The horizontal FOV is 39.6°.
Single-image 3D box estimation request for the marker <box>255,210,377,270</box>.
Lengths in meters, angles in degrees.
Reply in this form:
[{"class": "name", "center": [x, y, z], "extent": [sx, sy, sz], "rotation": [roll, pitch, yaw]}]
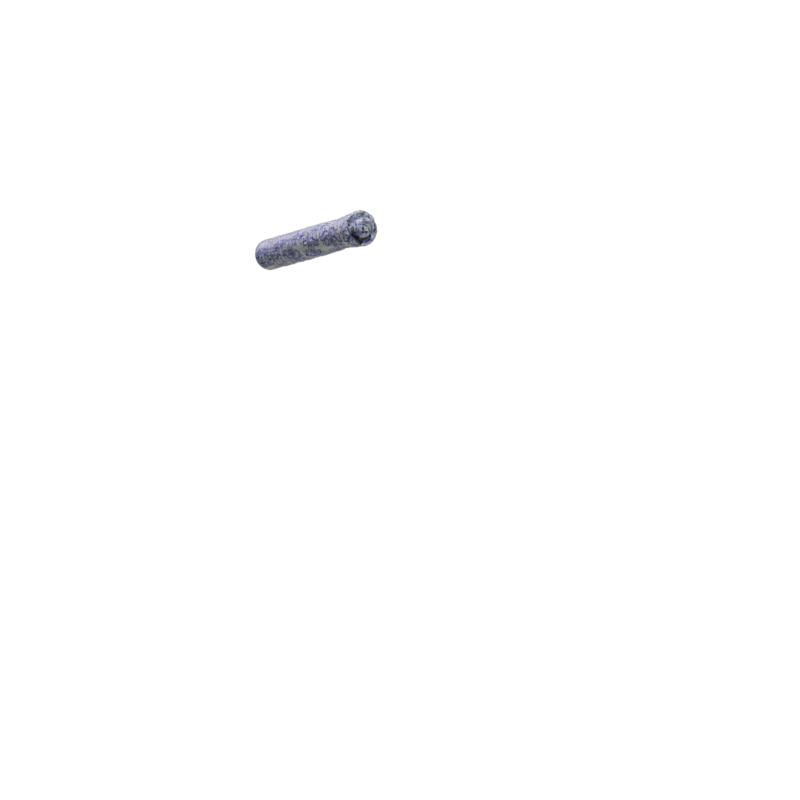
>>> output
[{"class": "marker", "center": [-0.048, -0.088, 0.614], "extent": [0.019, 0.020, 0.124], "rotation": [-2, 1, -30]}]
